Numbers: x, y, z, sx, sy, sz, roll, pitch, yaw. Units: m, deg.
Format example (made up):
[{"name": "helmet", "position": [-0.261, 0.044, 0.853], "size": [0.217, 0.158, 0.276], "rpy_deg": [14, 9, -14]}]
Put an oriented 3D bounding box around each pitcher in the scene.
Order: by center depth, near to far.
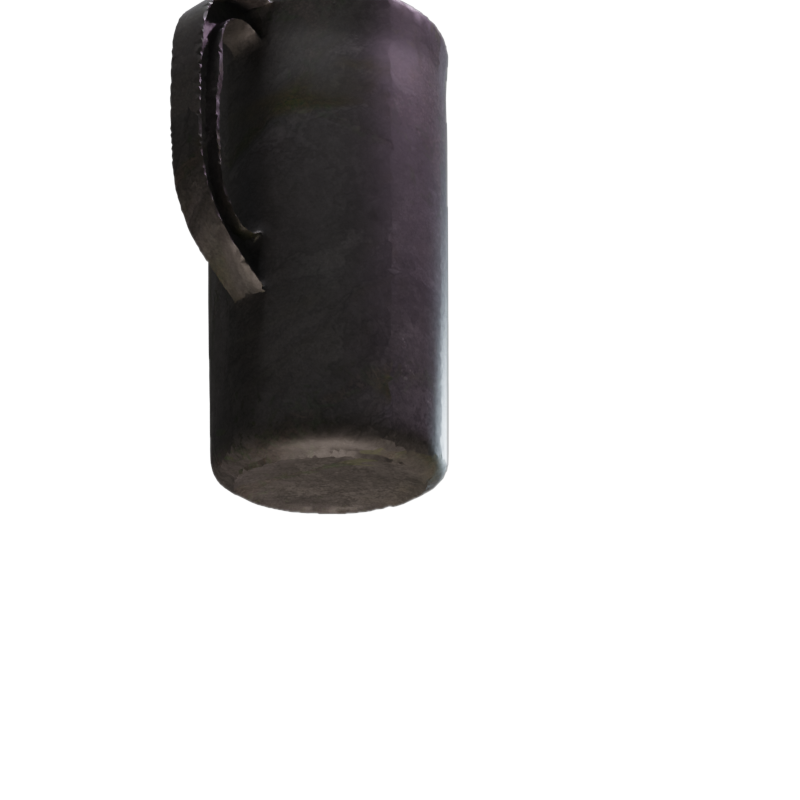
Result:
[{"name": "pitcher", "position": [-0.043, -0.078, 0.548], "size": [0.147, 0.258, 0.138], "rpy_deg": [3, -27, -9]}]
